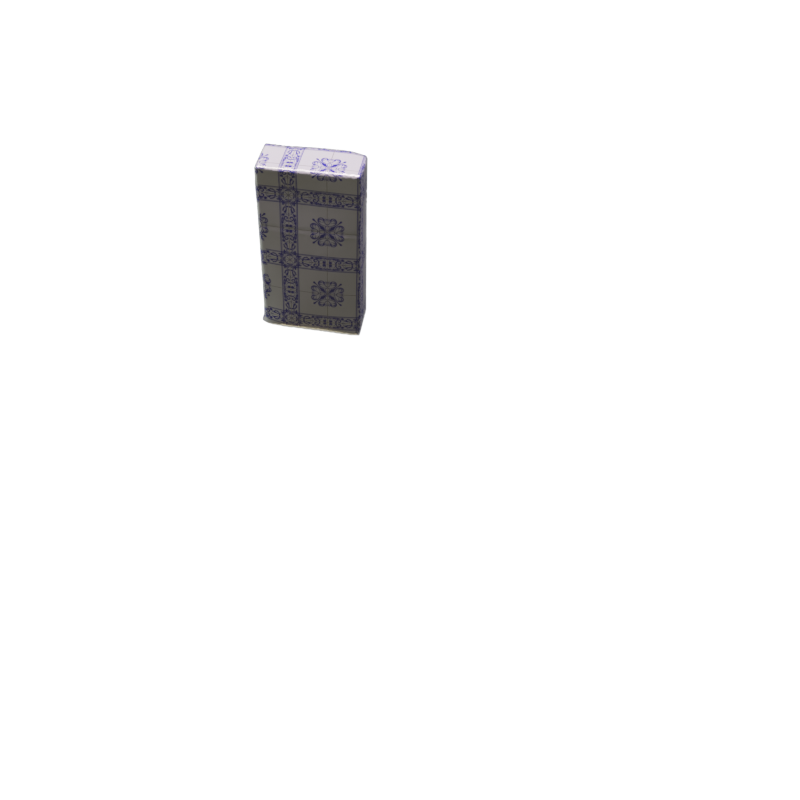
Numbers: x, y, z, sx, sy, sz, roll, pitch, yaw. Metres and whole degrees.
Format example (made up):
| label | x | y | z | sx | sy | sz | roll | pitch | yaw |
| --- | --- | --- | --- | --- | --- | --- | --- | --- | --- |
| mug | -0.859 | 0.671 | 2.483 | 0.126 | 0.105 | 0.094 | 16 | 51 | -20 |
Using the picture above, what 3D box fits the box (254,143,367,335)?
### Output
| label | x | y | z | sx | sy | sz | roll | pitch | yaw |
| --- | --- | --- | --- | --- | --- | --- | --- | --- | --- |
| box | -0.077 | -0.141 | 0.984 | 0.095 | 0.165 | 0.051 | 9 | 38 | 8 |
